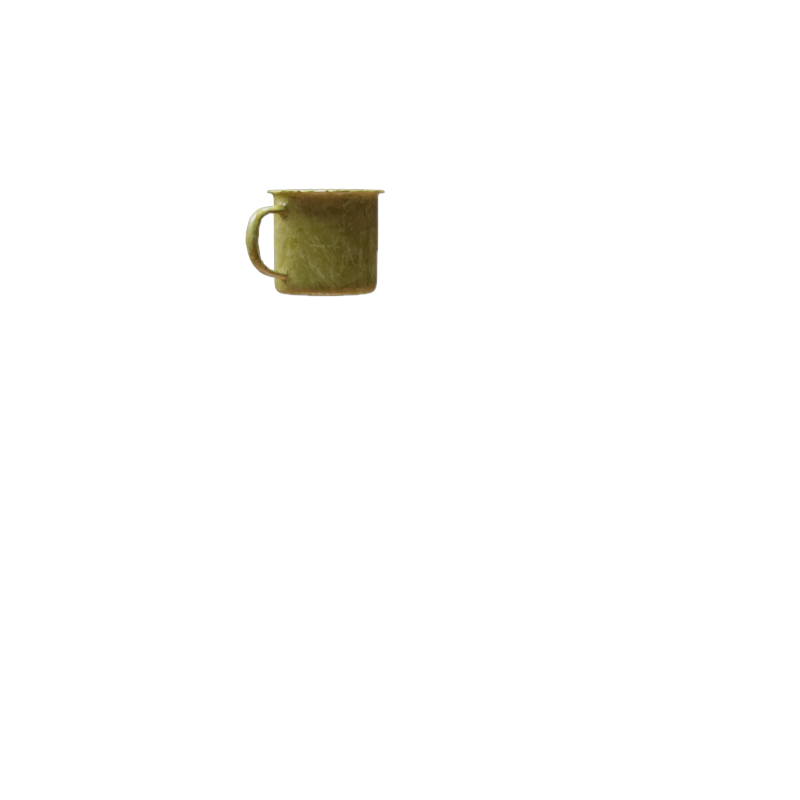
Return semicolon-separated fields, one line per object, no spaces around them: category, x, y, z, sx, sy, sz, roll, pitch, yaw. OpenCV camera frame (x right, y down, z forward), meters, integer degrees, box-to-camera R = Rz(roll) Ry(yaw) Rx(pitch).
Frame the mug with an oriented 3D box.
mug;-0.068;-0.124;0.868;0.113;0.081;0.097;-5;8;-37
